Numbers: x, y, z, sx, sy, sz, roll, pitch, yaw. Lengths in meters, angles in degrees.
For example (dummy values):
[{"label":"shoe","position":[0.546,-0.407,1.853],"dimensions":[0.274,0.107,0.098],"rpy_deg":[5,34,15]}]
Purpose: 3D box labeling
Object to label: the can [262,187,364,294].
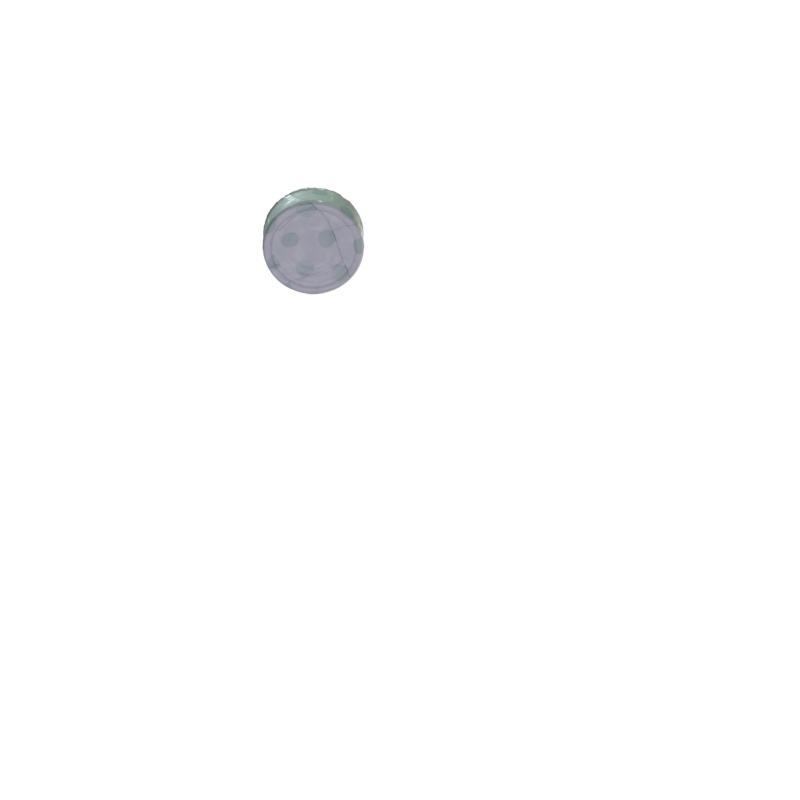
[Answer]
[{"label":"can","position":[-0.073,-0.133,0.931],"dimensions":[0.086,0.081,0.035],"rpy_deg":[1,26,-1]}]
